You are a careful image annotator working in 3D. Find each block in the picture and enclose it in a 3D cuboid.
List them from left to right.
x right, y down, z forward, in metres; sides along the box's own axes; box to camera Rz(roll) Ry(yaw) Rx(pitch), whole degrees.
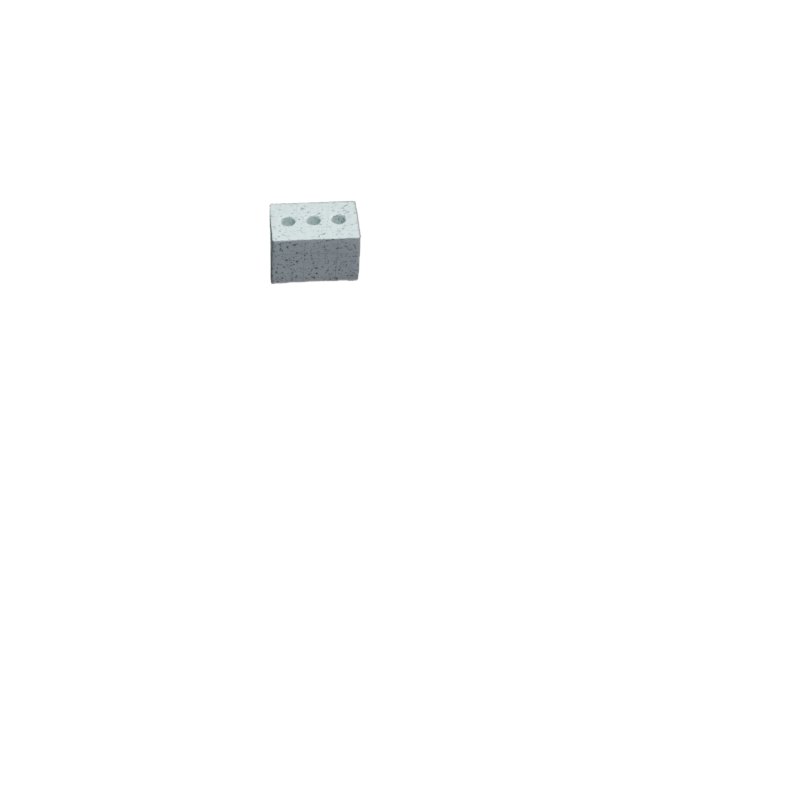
[{"bbox_3d":[-0.076,-0.138,0.970,0.077,0.057,0.048,-3,-44,-4],"label":"block"}]
